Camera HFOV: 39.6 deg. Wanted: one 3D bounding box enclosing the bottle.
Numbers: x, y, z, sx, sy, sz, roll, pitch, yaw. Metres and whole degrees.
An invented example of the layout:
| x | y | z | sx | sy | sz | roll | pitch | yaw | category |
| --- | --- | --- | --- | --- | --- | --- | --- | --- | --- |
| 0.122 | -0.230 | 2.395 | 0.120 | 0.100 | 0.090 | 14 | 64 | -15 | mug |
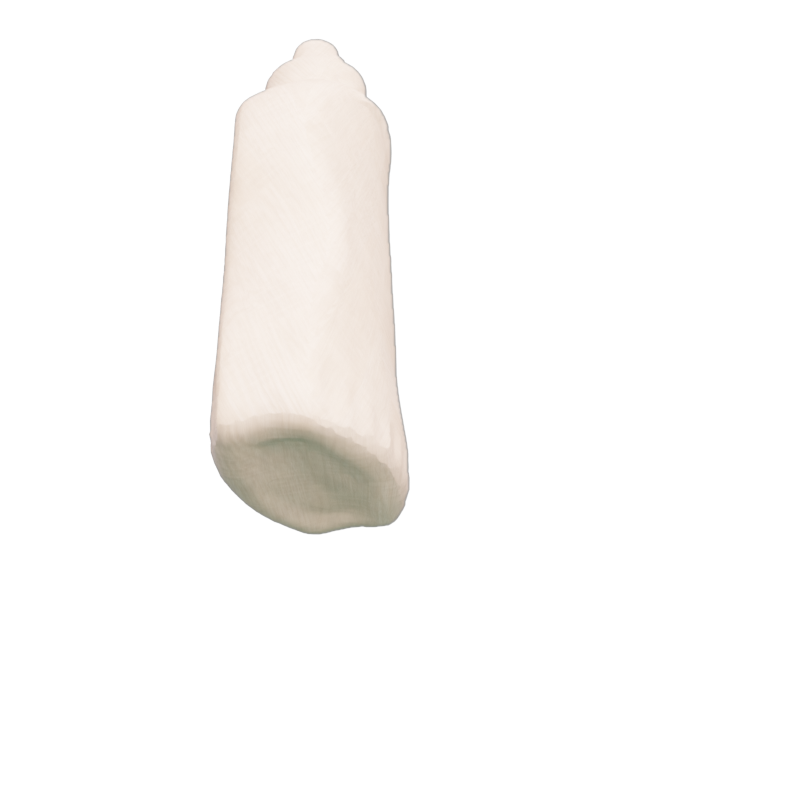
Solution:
| x | y | z | sx | sy | sz | roll | pitch | yaw | category |
| --- | --- | --- | --- | --- | --- | --- | --- | --- | --- |
| -0.031 | -0.058 | 0.405 | 0.059 | 0.205 | 0.089 | -12 | -34 | 14 | bottle |
